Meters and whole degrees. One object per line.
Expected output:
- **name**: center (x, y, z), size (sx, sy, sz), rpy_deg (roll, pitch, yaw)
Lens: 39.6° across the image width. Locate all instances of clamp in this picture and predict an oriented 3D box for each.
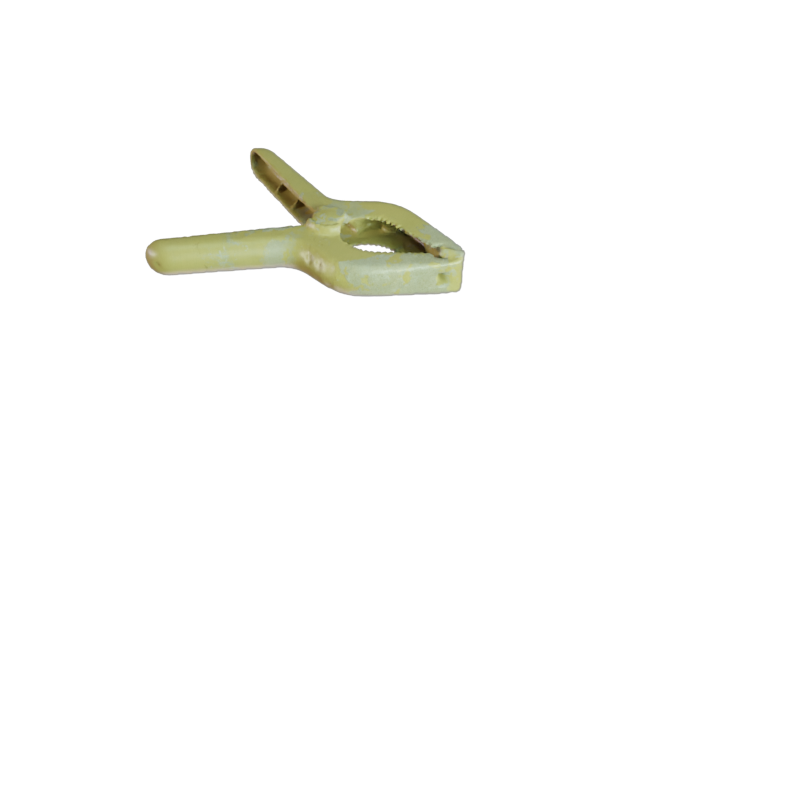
- **clamp**: center (-0.061, -0.111, 0.775), size (0.220, 0.034, 0.168), rpy_deg (21, 44, 23)
